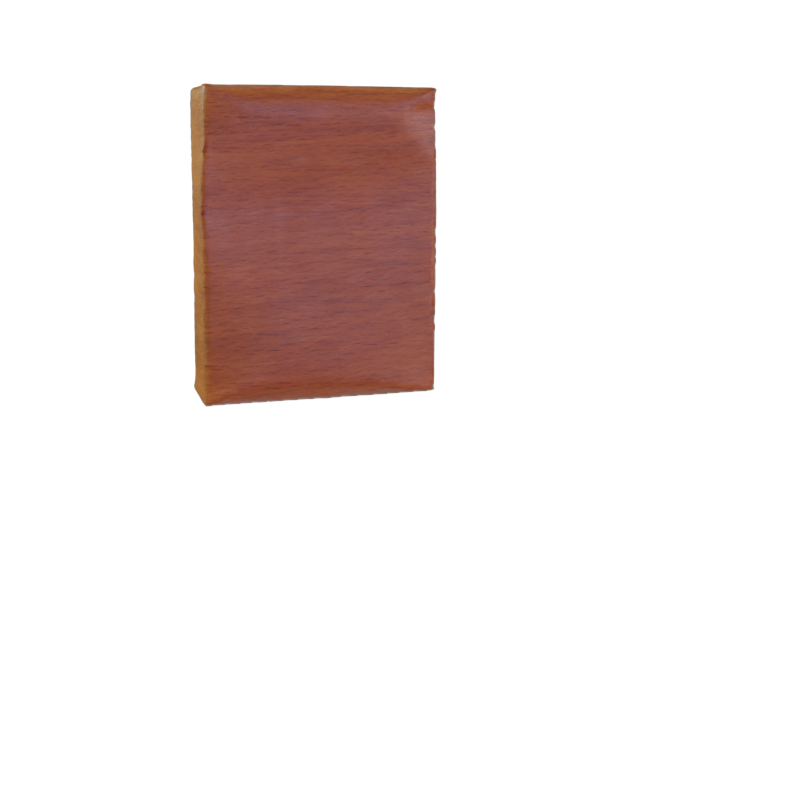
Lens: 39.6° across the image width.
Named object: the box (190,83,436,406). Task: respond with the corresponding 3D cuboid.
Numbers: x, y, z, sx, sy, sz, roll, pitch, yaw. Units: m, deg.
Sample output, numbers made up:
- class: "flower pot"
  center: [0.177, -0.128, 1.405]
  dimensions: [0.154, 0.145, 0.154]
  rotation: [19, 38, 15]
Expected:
- class: "box"
  center: [-0.060, -0.109, 0.765]
  dimensions: [0.161, 0.211, 0.074]
  rotation: [-2, 6, -14]
